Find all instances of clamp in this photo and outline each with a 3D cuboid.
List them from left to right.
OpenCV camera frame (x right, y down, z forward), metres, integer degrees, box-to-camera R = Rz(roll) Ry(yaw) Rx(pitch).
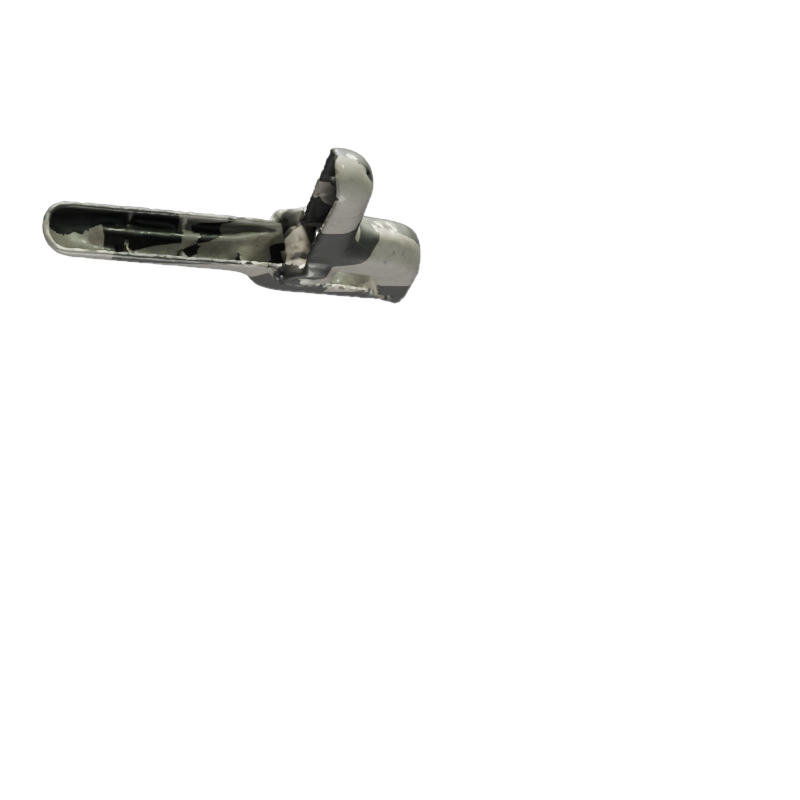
[{"bbox_3d":[-0.042,-0.077,0.541,0.169,0.037,0.199,-4,-7,35],"label":"clamp"}]
